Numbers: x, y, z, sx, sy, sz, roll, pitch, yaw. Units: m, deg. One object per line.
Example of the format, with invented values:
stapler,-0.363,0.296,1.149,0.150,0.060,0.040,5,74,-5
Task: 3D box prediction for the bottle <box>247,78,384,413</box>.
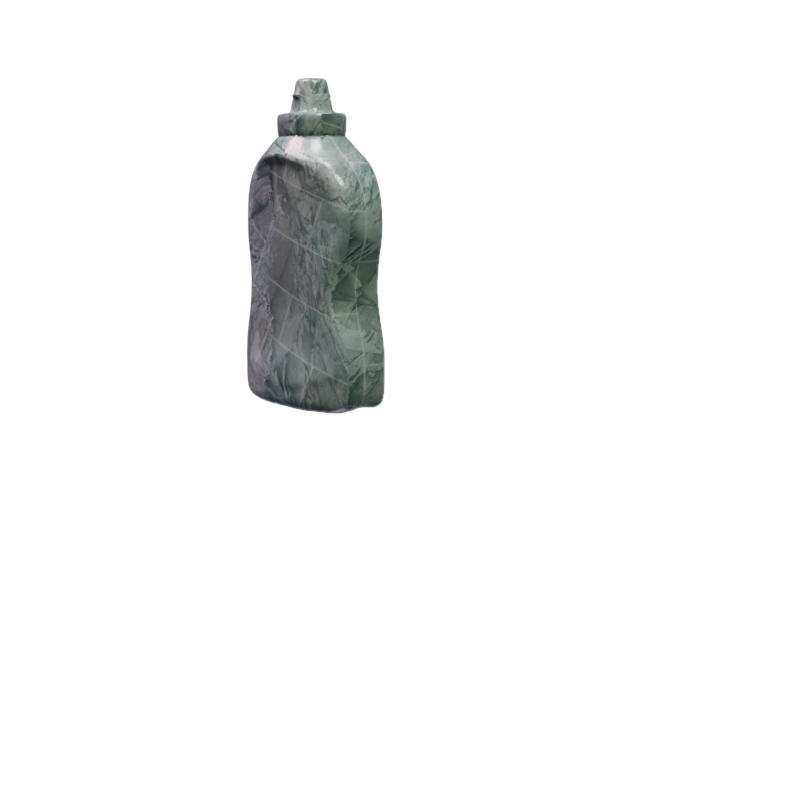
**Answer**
bottle,-0.052,-0.094,0.658,0.056,0.190,0.100,-3,6,-40
